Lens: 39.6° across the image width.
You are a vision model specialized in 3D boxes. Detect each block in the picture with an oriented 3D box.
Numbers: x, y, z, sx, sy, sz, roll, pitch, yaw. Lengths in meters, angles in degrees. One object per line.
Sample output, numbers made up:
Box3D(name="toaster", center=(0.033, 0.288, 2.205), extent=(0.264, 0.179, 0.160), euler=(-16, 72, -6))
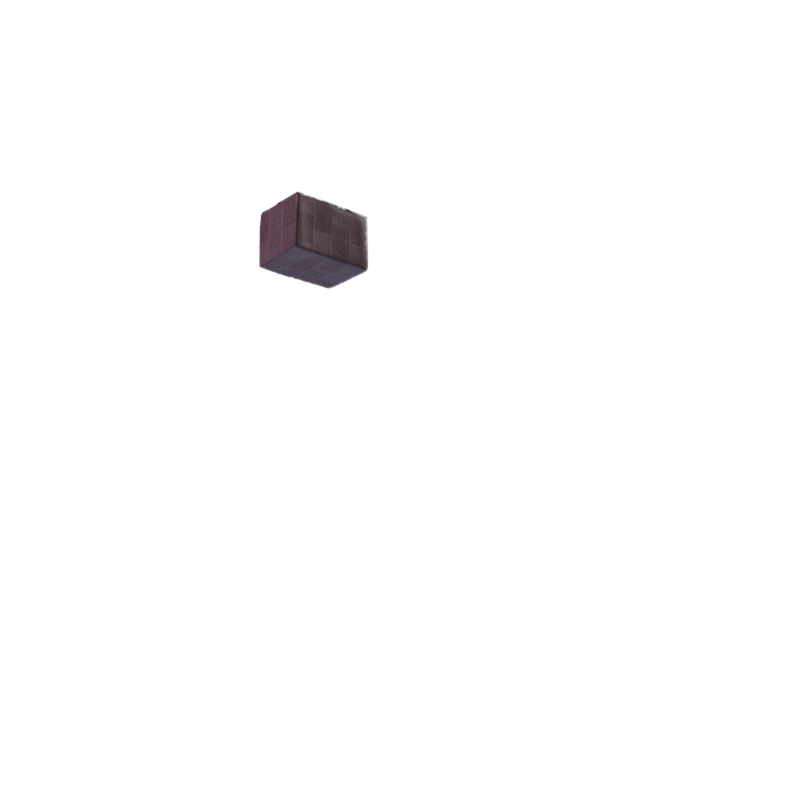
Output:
Box3D(name="block", center=(-0.072, -0.132, 0.923), extent=(0.074, 0.054, 0.053), euler=(16, -26, -37))
